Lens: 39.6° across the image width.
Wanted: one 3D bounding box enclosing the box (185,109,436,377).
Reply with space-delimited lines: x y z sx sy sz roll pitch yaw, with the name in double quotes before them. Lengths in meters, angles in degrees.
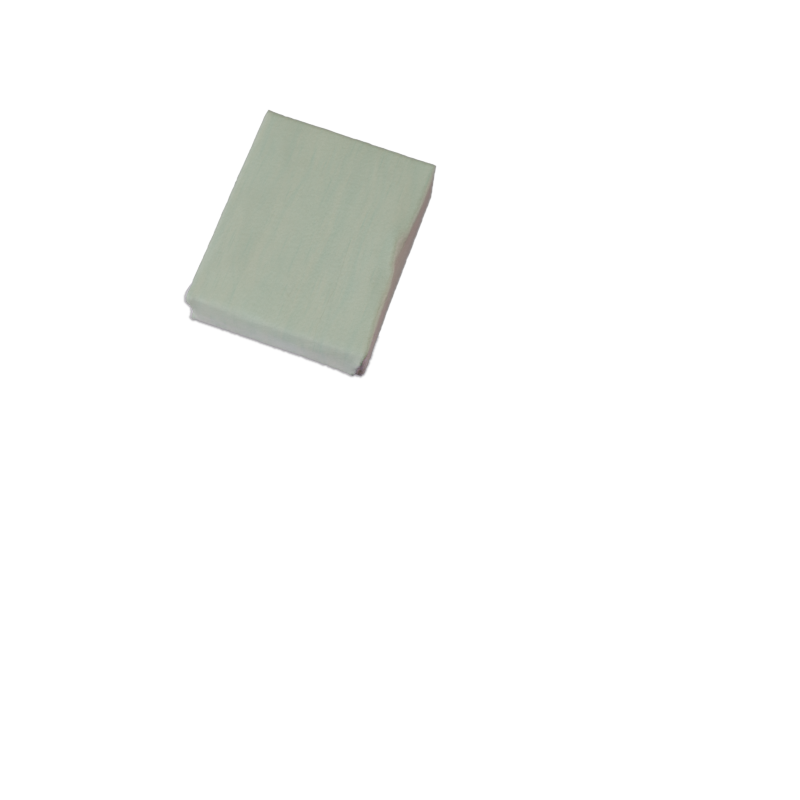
"box" -0.034 -0.062 0.437 0.074 0.093 0.029 18 -22 7
